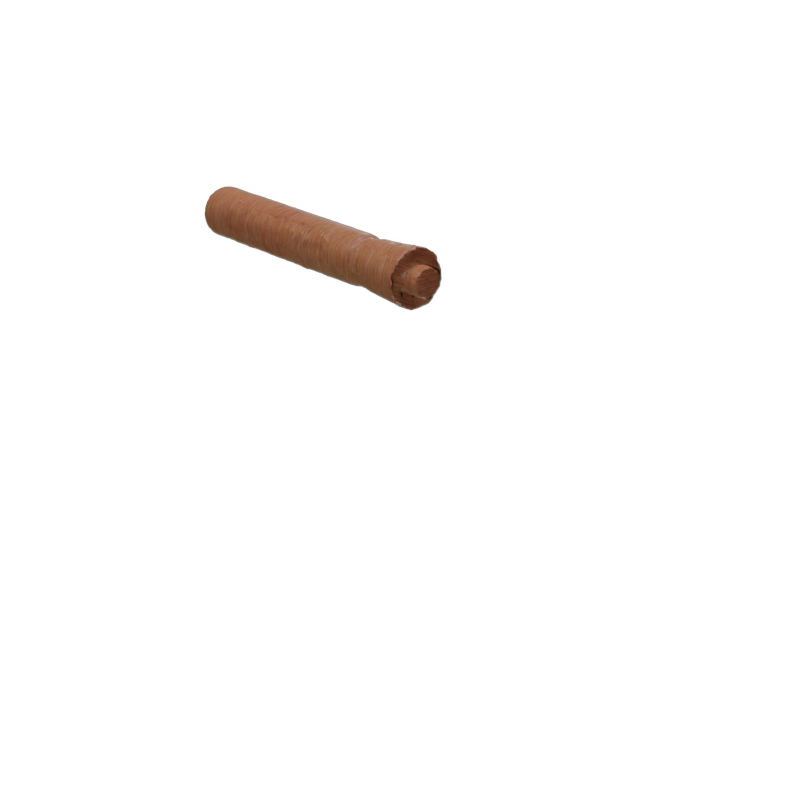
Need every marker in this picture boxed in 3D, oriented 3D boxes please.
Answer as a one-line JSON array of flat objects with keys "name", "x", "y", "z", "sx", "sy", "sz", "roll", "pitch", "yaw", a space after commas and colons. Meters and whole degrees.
[{"name": "marker", "x": -0.028, "y": -0.052, "z": 0.363, "sx": 0.019, "sy": 0.019, "sz": 0.129, "roll": -3, "pitch": 19, "yaw": -36}]
